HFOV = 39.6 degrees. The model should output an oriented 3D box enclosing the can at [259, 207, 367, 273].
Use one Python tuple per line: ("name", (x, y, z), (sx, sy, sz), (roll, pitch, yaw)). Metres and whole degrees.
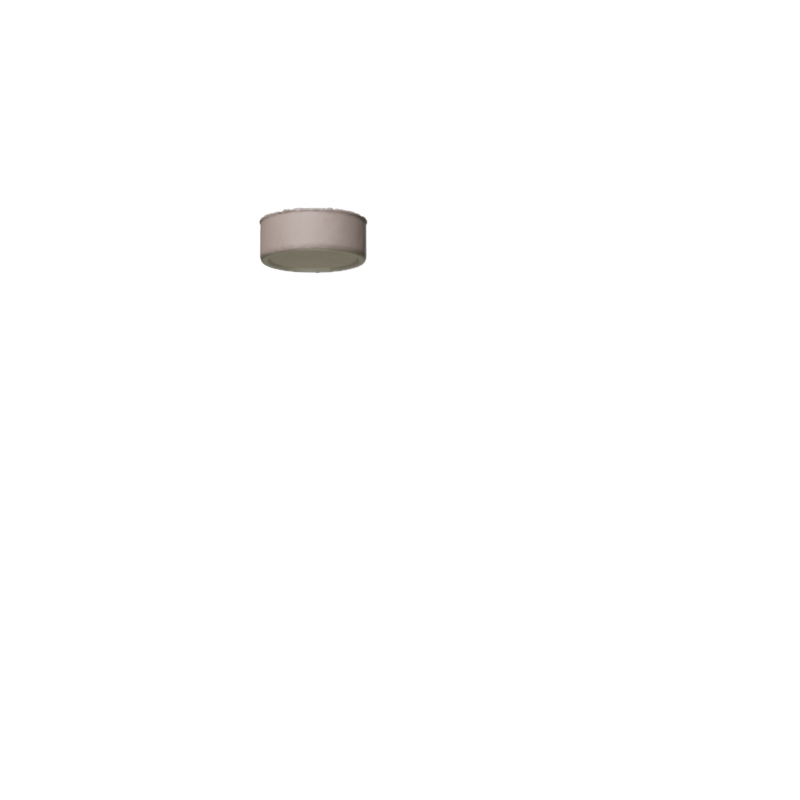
("can", (-0.069, -0.125, 0.878), (0.086, 0.034, 0.084), (0, -7, -2))
